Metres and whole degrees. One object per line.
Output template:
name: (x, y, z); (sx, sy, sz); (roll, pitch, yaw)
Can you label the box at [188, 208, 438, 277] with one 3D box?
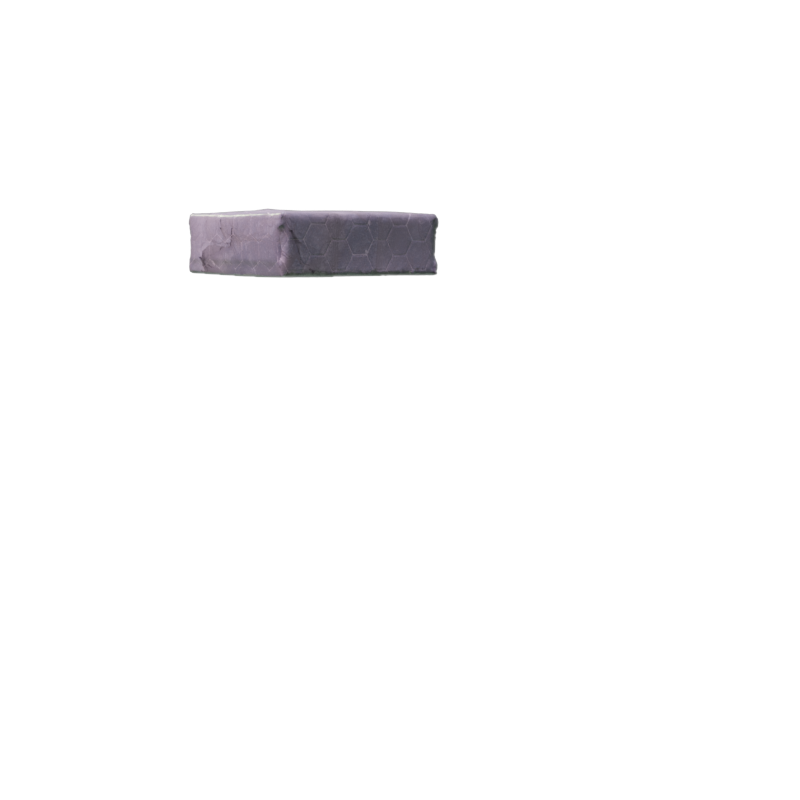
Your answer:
box: (-0.039, -0.071, 0.498); (0.086, 0.030, 0.076); (-7, 11, -39)
